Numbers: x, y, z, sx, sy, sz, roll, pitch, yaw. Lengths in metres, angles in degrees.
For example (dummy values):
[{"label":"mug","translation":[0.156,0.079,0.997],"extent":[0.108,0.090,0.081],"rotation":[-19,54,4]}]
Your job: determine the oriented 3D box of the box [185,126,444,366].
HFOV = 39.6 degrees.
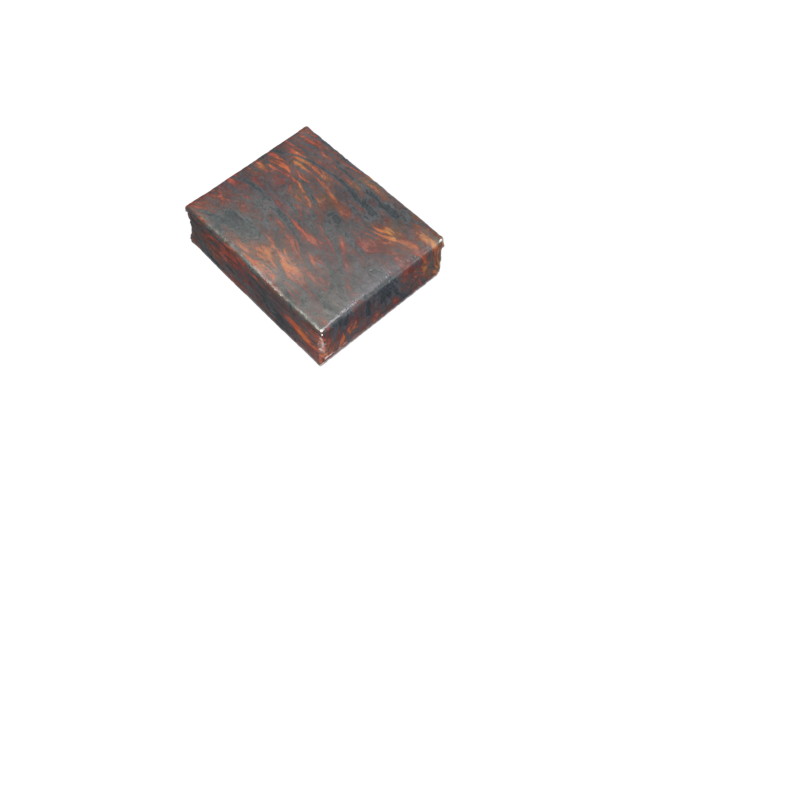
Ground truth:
[{"label":"box","translation":[-0.047,-0.086,0.603],"extent":[0.091,0.120,0.036],"rotation":[-37,-27,-24]}]
